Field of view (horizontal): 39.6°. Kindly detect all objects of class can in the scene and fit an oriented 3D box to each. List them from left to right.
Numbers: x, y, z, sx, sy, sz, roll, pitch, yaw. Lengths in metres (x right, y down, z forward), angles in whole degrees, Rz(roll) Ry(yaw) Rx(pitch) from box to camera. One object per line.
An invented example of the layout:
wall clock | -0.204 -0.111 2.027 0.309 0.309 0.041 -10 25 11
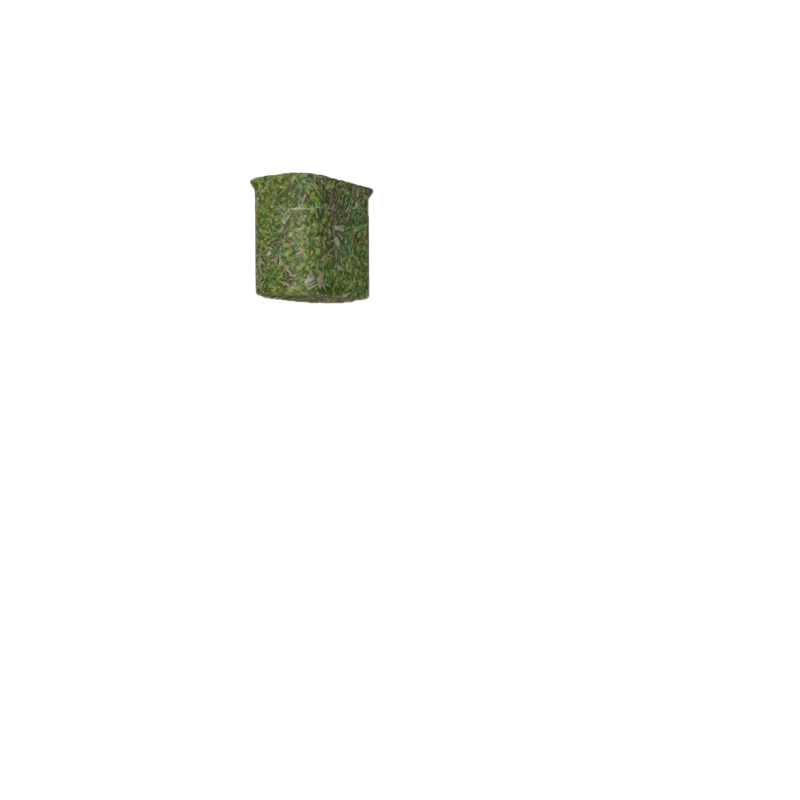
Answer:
can | -0.063 -0.114 0.800 0.059 0.085 0.098 -3 -3 31
